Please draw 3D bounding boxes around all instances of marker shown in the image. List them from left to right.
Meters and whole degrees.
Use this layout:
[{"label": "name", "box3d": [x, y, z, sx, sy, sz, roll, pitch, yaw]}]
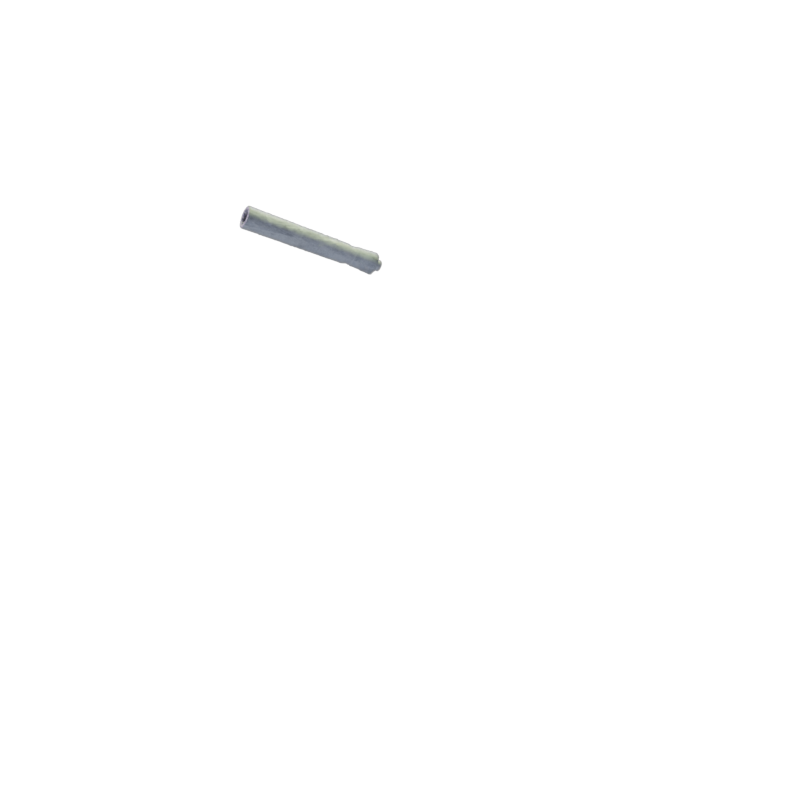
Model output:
[{"label": "marker", "box3d": [-0.069, -0.126, 0.883, 0.117, 0.020, 0.020, 18, -3, -19]}]
